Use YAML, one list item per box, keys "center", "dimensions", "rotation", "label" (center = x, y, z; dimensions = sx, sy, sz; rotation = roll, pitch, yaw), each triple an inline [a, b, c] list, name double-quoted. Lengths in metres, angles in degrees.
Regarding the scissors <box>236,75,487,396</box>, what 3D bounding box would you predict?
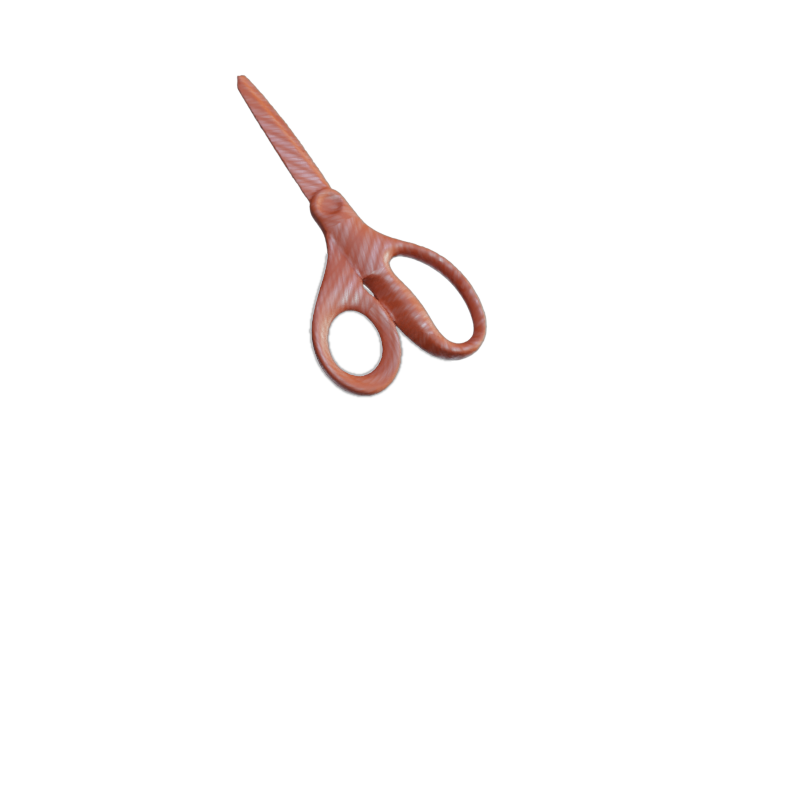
- center: [-0.045, -0.083, 0.581]
  dimensions: [0.210, 0.097, 0.015]
  rotation: [41, -17, 16]
  label: "scissors"
